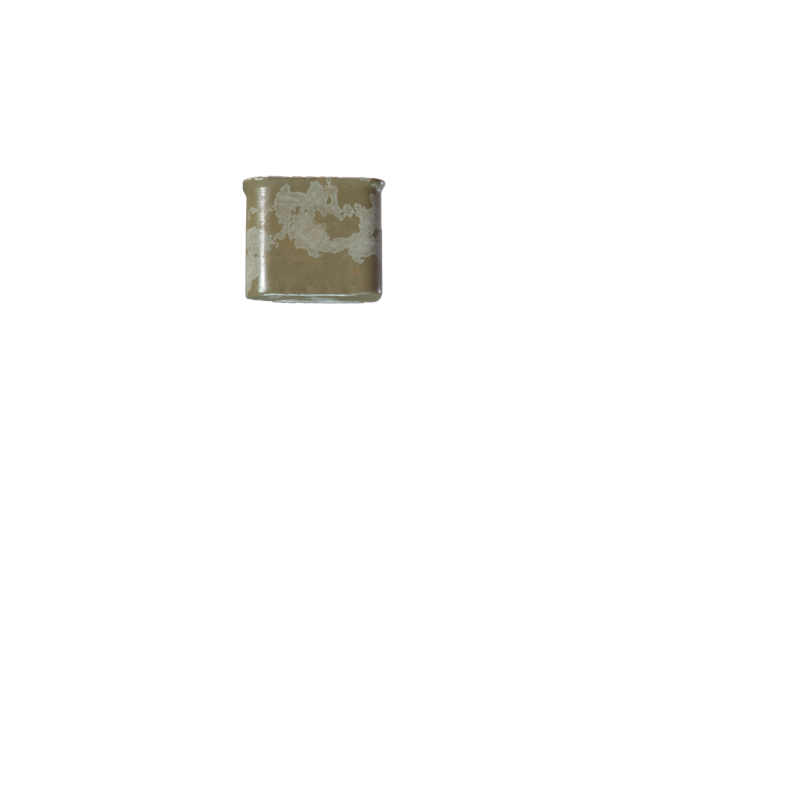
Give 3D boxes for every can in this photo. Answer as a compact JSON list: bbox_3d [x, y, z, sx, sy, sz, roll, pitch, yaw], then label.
[{"bbox_3d":[-0.062,-0.113,0.791,0.101,0.085,0.057,0,-7,-6],"label":"can"}]
